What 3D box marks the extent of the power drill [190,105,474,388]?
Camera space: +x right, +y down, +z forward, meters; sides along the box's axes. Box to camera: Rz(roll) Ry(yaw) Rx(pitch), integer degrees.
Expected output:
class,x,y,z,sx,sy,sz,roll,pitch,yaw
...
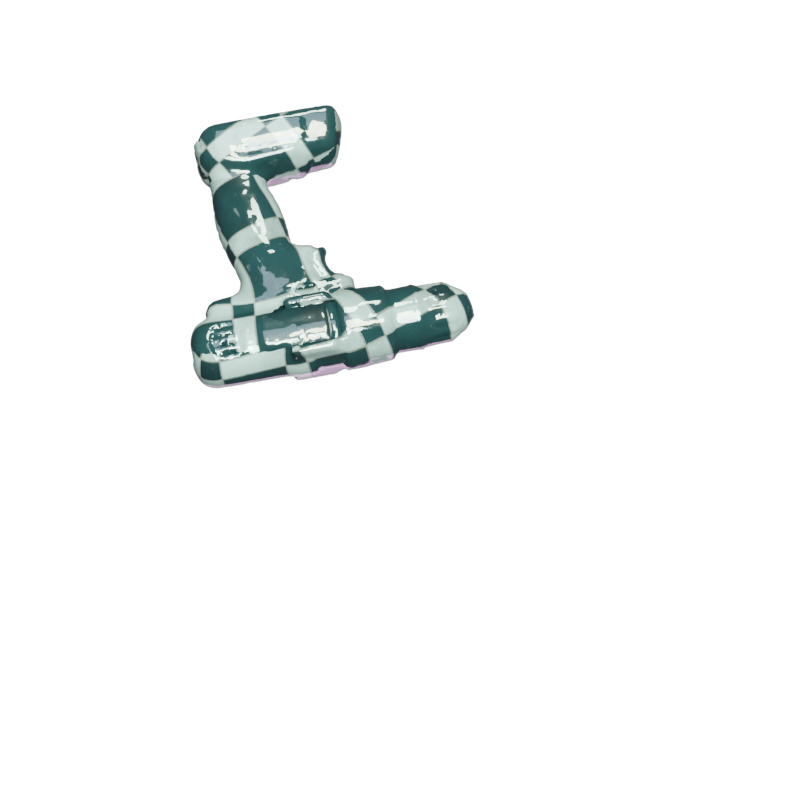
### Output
class,x,y,z,sx,sy,sz,roll,pitch,yaw
power drill,-0.059,-0.107,0.750,0.183,0.200,0.054,-11,-27,-6
